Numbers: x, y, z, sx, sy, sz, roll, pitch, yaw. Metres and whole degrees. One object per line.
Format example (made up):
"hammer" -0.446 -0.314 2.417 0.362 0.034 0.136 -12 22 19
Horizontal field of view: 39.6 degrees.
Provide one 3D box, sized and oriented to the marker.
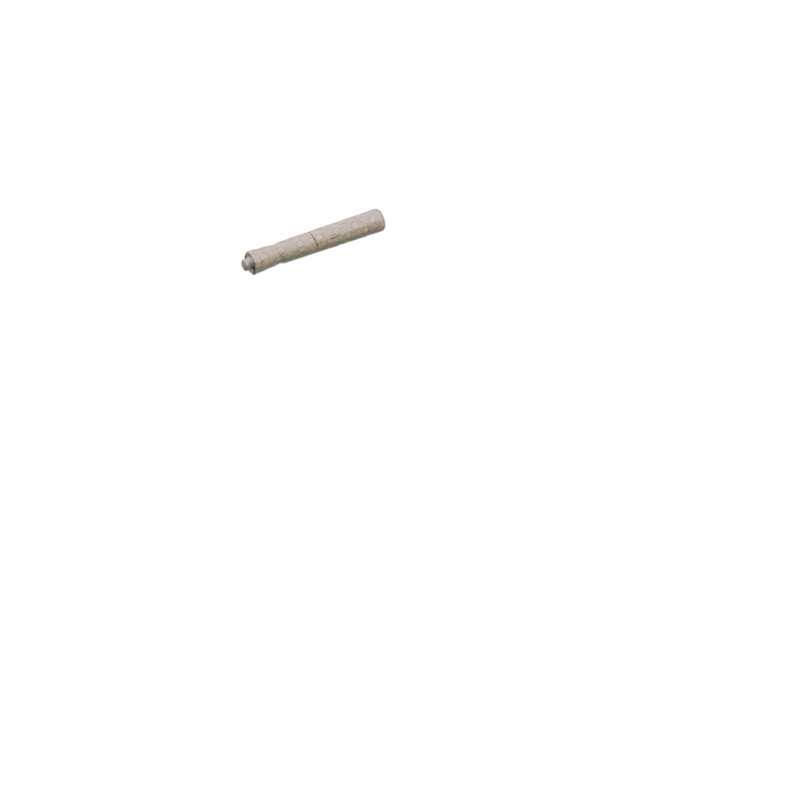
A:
"marker" -0.067 -0.122 0.855 0.120 0.019 0.020 -22 13 -24
